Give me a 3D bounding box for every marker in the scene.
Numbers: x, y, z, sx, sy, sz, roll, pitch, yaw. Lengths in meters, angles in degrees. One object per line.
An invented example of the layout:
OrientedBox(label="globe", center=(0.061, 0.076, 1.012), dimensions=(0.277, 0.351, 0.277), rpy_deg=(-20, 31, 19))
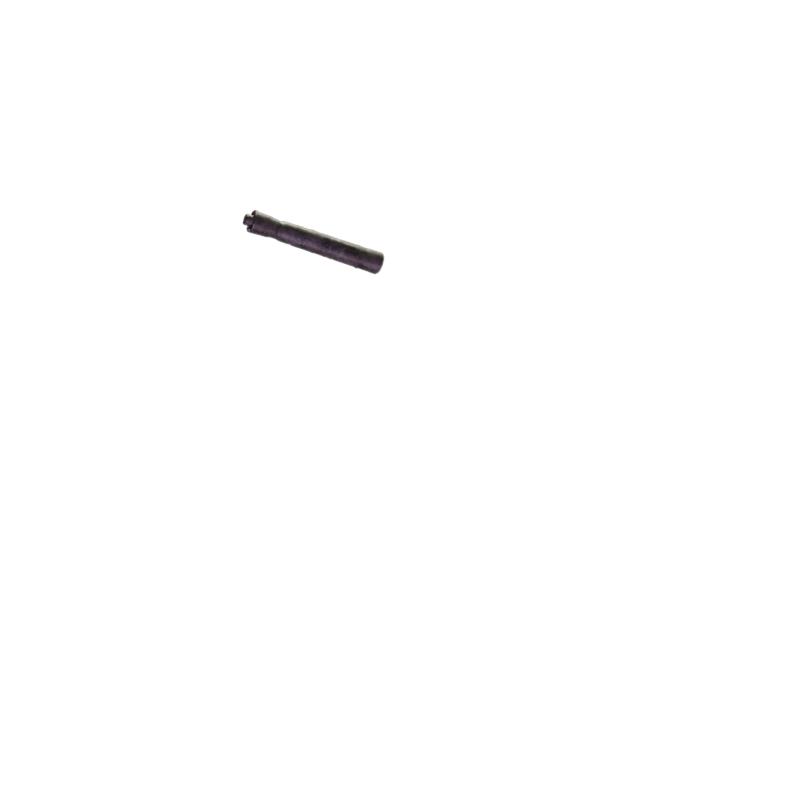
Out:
OrientedBox(label="marker", center=(-0.070, -0.128, 0.896), dimensions=(0.117, 0.020, 0.020), rpy_deg=(16, -2, -19))
